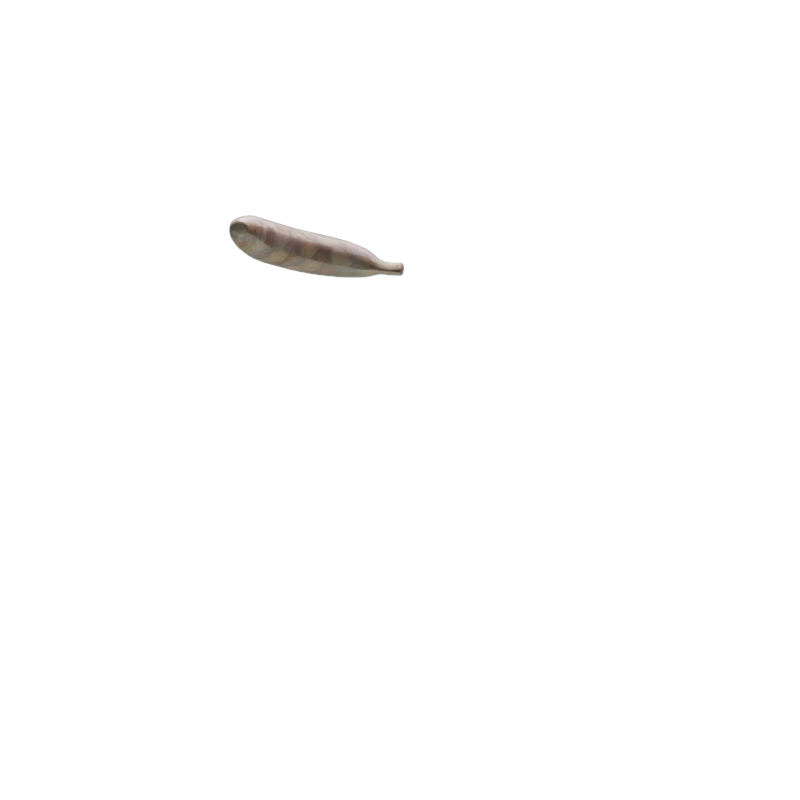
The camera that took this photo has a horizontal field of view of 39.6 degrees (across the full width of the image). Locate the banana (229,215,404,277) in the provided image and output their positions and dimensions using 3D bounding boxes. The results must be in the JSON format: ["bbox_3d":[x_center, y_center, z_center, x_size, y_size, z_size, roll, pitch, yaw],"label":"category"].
[{"bbox_3d":[-0.087,-0.138,0.996,0.188,0.038,0.071,6,-11,-42],"label":"banana"}]
